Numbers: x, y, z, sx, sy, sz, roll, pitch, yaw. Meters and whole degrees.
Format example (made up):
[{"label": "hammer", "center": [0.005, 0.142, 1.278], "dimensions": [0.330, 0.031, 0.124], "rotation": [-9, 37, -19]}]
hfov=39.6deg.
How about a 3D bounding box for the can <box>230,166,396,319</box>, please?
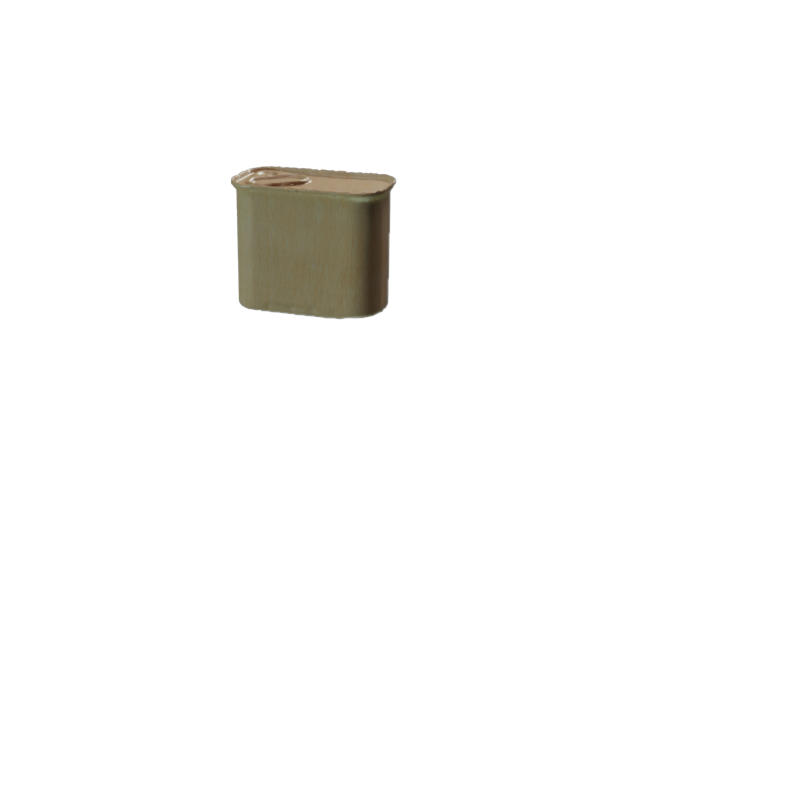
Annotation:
[{"label": "can", "center": [-0.056, -0.101, 0.710], "dimensions": [0.105, 0.080, 0.058], "rotation": [7, 20, 17]}]
